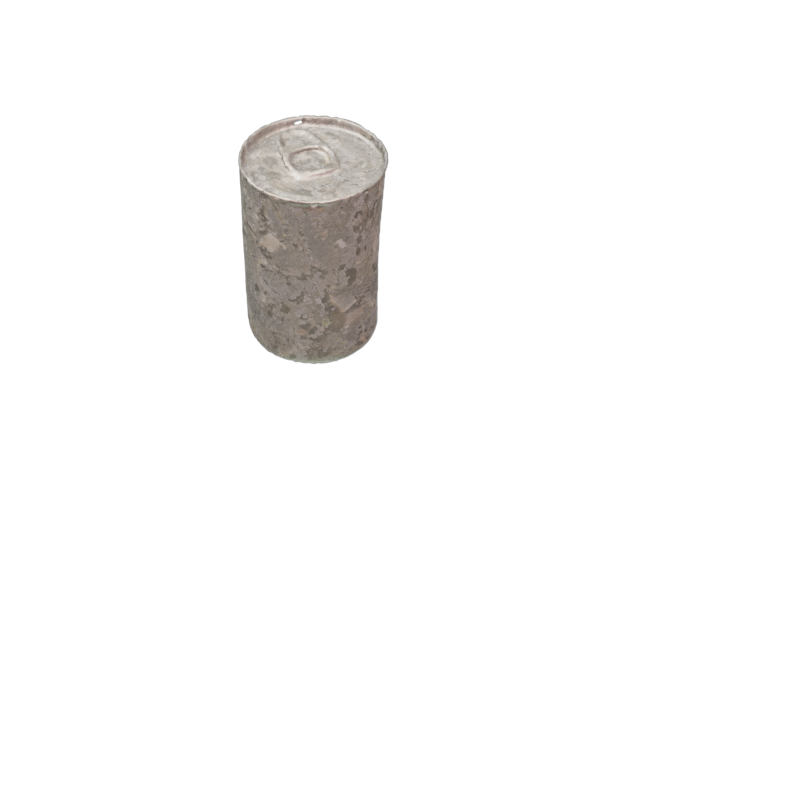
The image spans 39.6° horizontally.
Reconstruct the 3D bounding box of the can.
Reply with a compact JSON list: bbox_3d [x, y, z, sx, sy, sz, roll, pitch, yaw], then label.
[{"bbox_3d":[-0.042,-0.076,0.532,0.068,0.095,0.074,0,44,-3],"label":"can"}]
